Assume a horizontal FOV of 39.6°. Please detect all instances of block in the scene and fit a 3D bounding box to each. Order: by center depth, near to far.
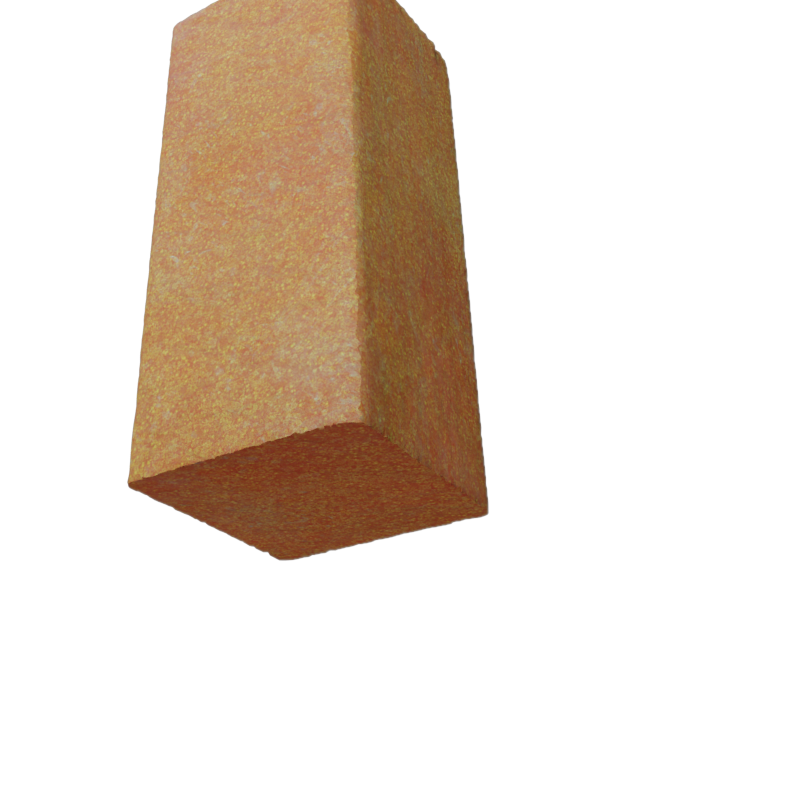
[{"bbox_3d":[-0.033,-0.061,0.421,0.091,0.220,0.084,-19,-36,25],"label":"block"}]
